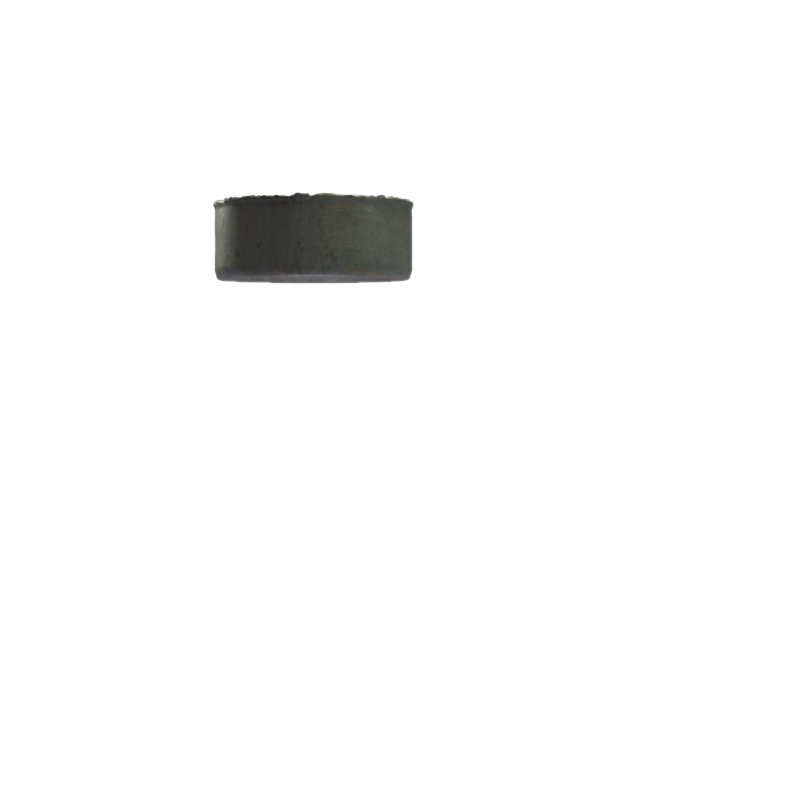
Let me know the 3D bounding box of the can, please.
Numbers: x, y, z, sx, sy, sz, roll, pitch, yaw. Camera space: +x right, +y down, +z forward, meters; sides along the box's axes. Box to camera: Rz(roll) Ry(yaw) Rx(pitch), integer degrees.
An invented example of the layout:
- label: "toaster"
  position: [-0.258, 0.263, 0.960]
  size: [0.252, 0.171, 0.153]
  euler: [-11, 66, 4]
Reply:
- label: "can"
  position: [-0.037, -0.068, 0.475]
  size: [0.086, 0.034, 0.086]
  euler: [0, 3, -2]
